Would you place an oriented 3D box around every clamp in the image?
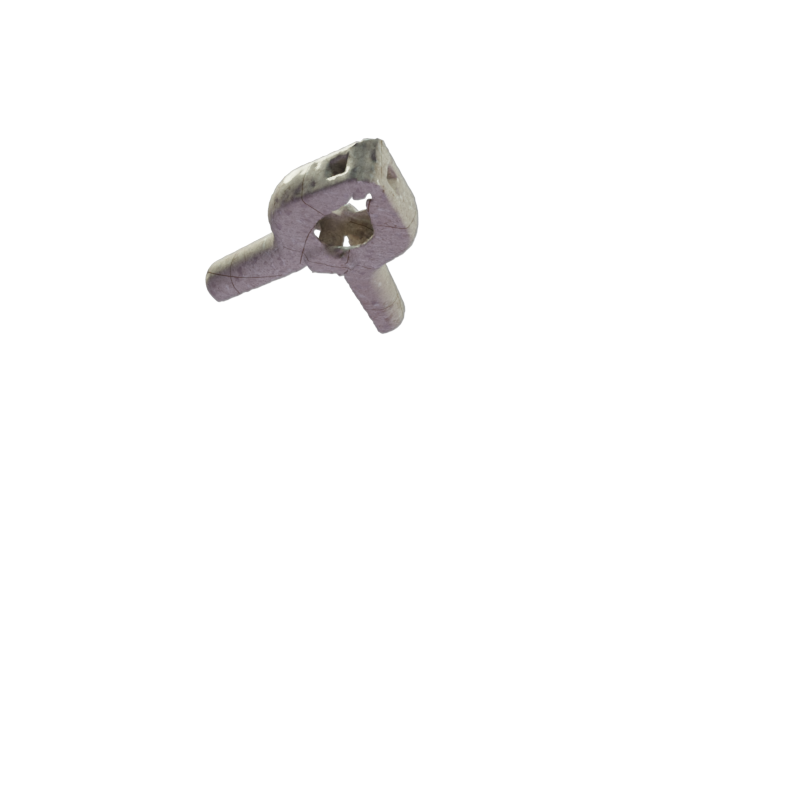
[{"bbox_3d":[-0.048,-0.087,0.607,0.119,0.042,0.162,3,-27,-6],"label":"clamp"}]
